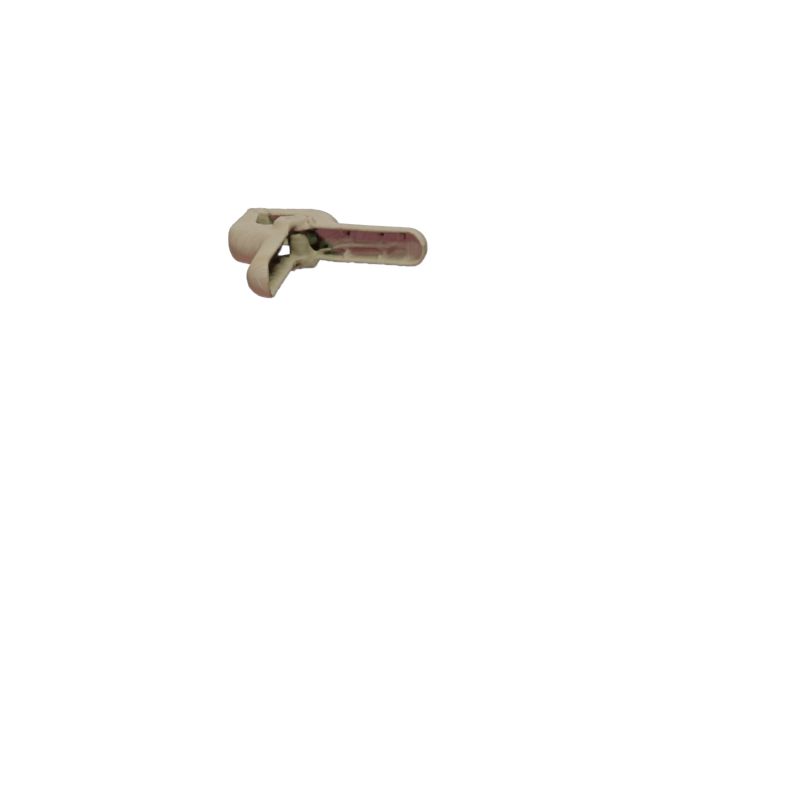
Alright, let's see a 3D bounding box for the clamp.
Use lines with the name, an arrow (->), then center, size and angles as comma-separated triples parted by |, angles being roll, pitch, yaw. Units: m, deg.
clamp -> -0.059, -0.108, 0.755 | 0.118, 0.038, 0.181 | -6, 22, -16
